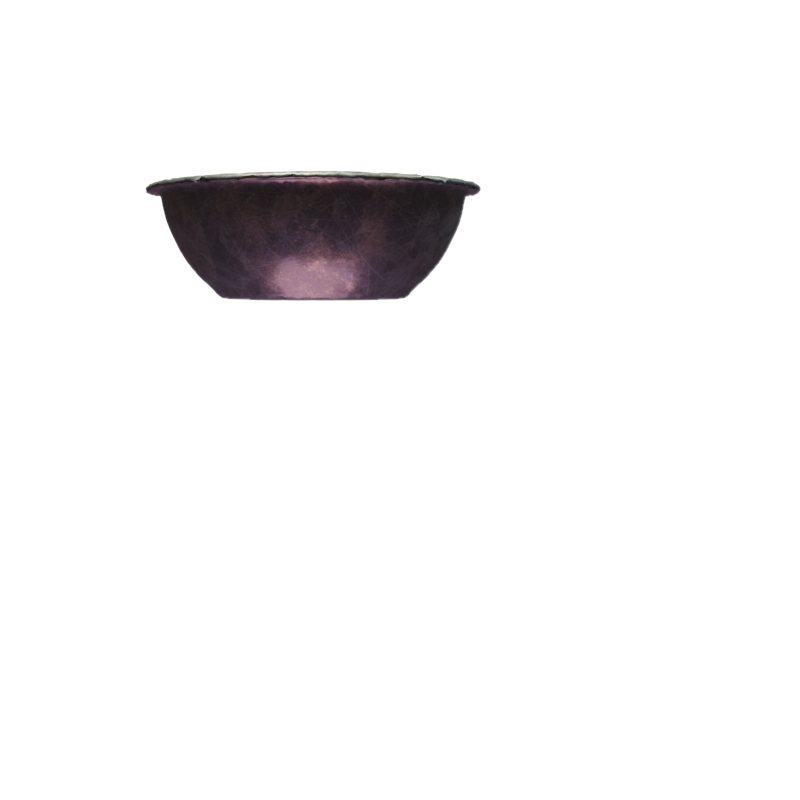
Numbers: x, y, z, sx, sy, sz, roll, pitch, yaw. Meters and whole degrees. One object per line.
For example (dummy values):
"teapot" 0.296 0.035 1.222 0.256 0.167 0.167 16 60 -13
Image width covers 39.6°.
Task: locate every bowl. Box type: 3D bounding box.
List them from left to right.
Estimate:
"bowl" -0.042 -0.077 0.540 0.162 0.055 0.163 0 6 -2
